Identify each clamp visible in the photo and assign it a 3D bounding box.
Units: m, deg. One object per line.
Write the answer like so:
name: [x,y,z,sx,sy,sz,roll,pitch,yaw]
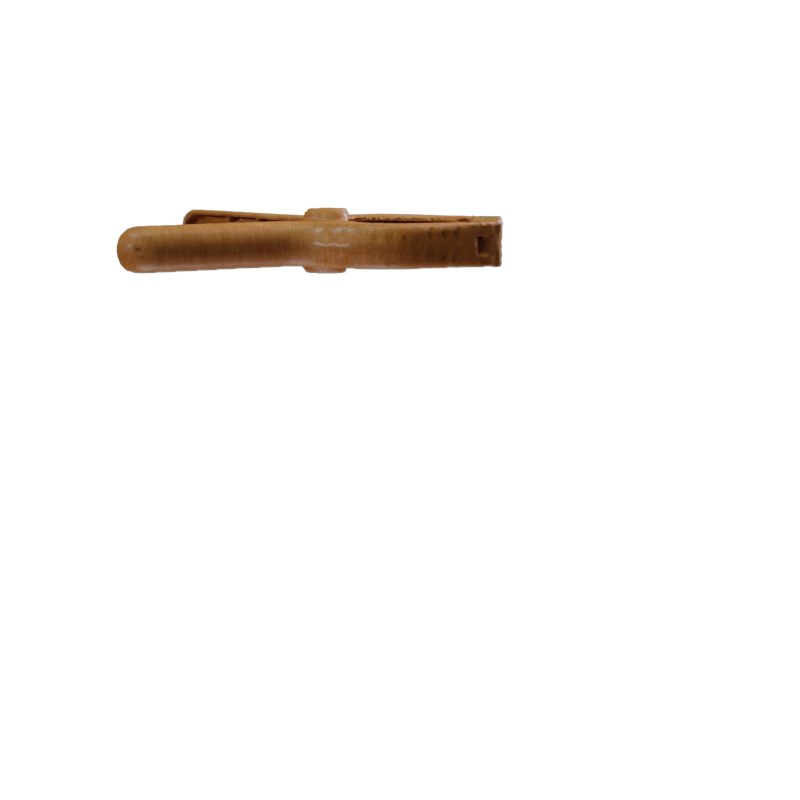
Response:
clamp: [-0.049,-0.090,0.631,0.213,0.035,0.166,3,14,11]
